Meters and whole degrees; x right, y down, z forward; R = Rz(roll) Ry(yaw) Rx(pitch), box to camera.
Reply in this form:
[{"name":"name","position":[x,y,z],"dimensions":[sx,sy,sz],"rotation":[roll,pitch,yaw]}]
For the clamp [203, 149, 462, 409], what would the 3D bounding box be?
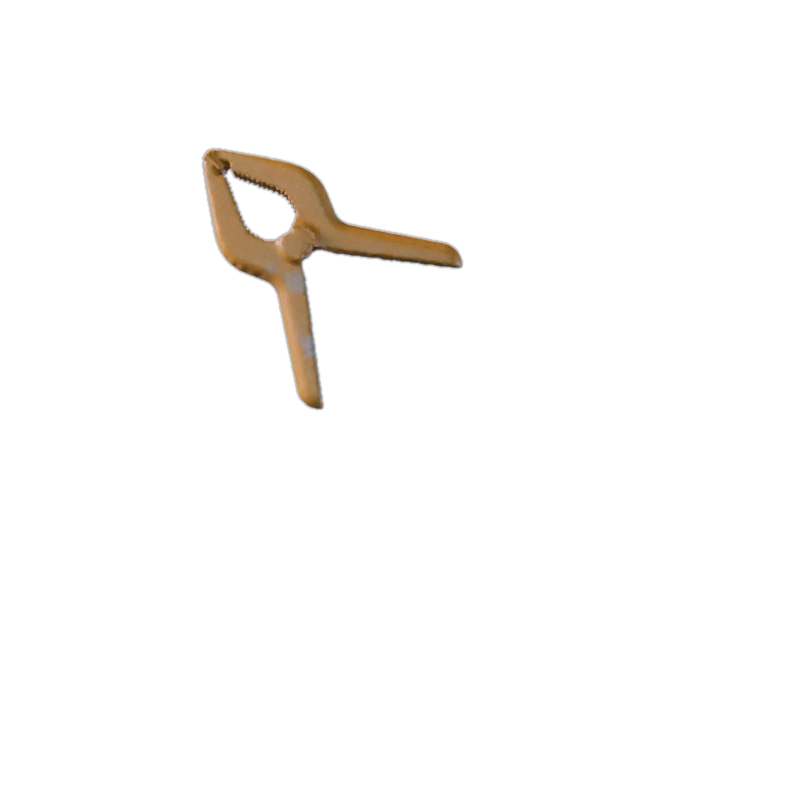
[{"name":"clamp","position":[-0.067,-0.123,0.860],"dimensions":[0.165,0.214,0.036],"rotation":[-38,-7,-6]}]
